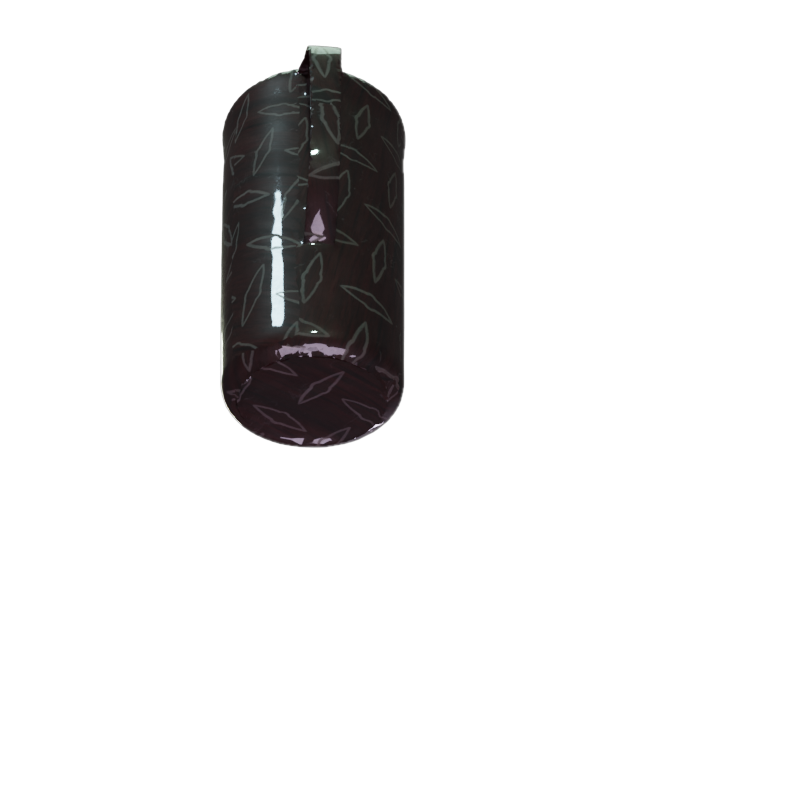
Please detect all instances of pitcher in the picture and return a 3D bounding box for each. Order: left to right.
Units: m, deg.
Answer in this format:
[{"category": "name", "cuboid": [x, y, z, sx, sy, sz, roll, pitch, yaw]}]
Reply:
[{"category": "pitcher", "cuboid": [-0.056, -0.103, 0.720, 0.145, 0.261, 0.139, -28, -47, 26]}]
